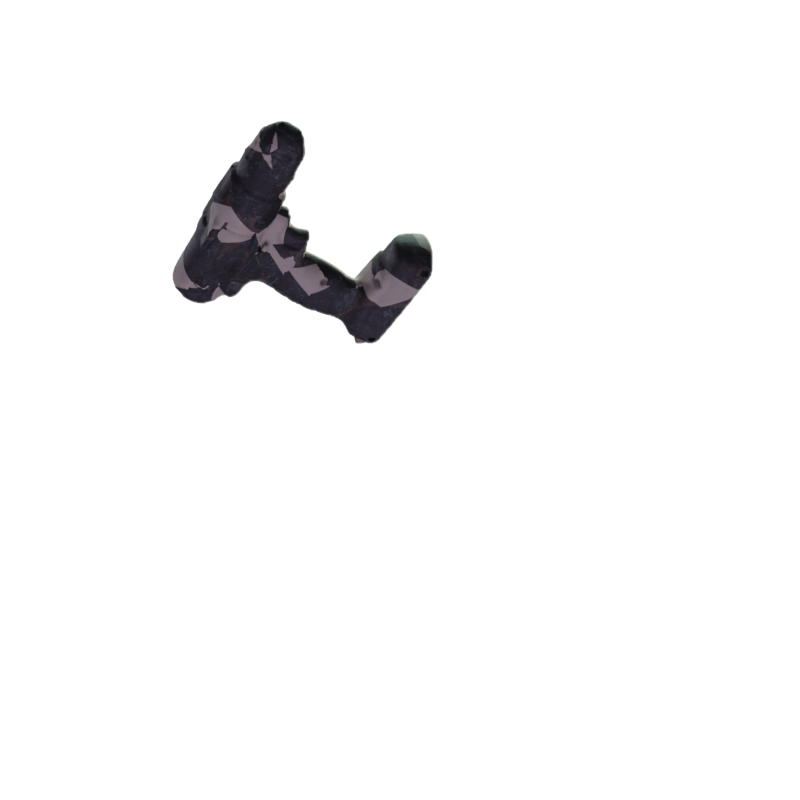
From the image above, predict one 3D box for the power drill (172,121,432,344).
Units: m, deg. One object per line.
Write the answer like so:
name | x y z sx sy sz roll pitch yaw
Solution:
power drill | -0.071 -0.129 0.903 0.180 0.062 0.179 22 -49 -21
